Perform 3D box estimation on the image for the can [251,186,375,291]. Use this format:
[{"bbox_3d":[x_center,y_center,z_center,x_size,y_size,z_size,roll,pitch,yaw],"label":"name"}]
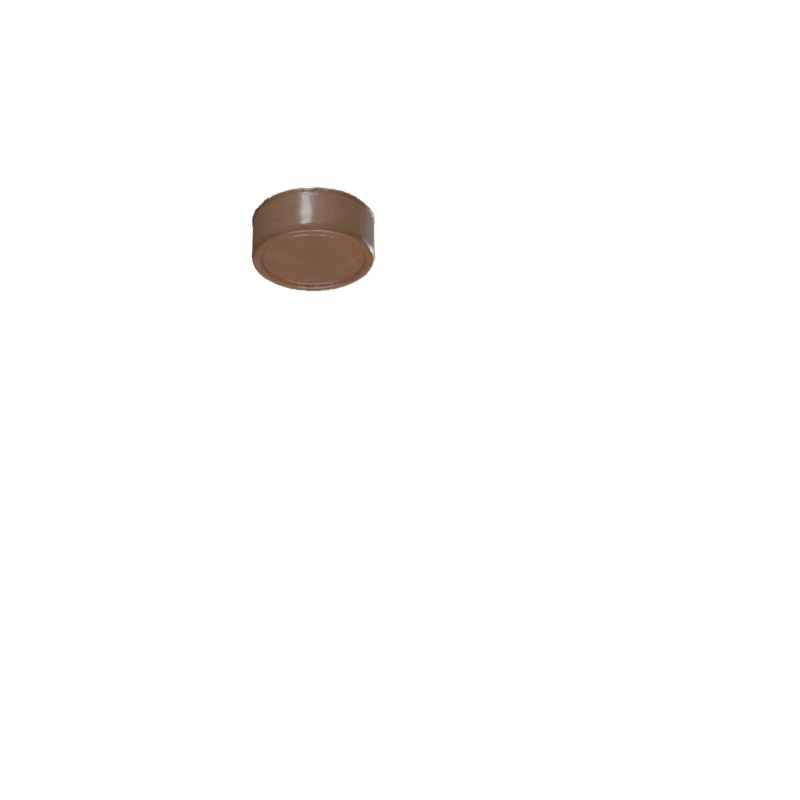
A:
[{"bbox_3d":[-0.060,-0.109,0.765,0.086,0.036,0.081,1,-26,-2],"label":"can"}]
